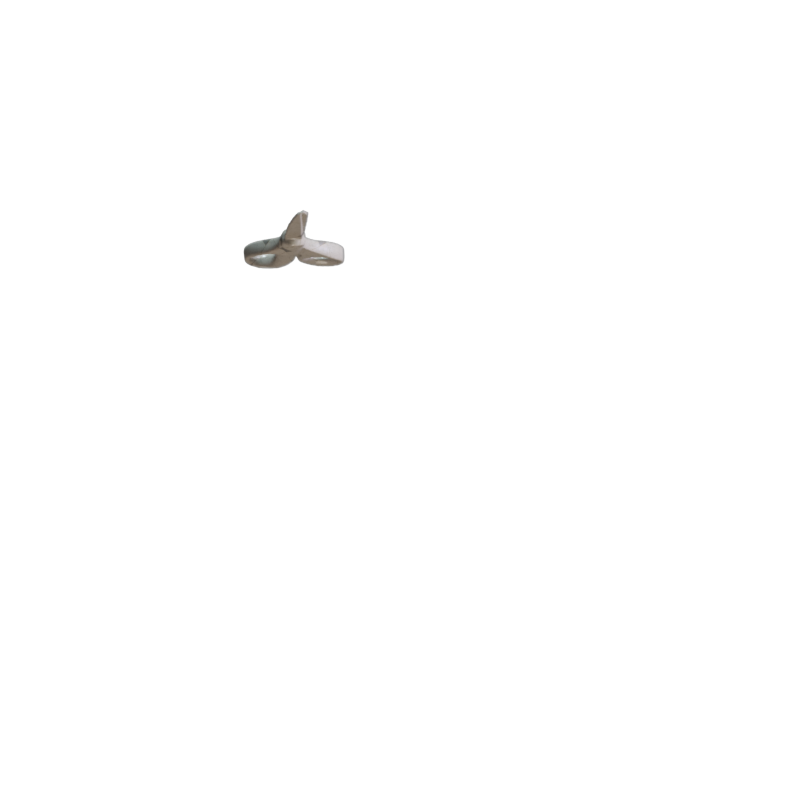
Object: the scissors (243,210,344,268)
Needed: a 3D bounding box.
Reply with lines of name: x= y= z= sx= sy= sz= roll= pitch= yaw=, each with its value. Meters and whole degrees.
scissors: x=-0.071 y=-0.129 z=0.906 sx=0.093 sy=0.016 sz=0.204 roll=1 pitch=-3 yaw=-23
